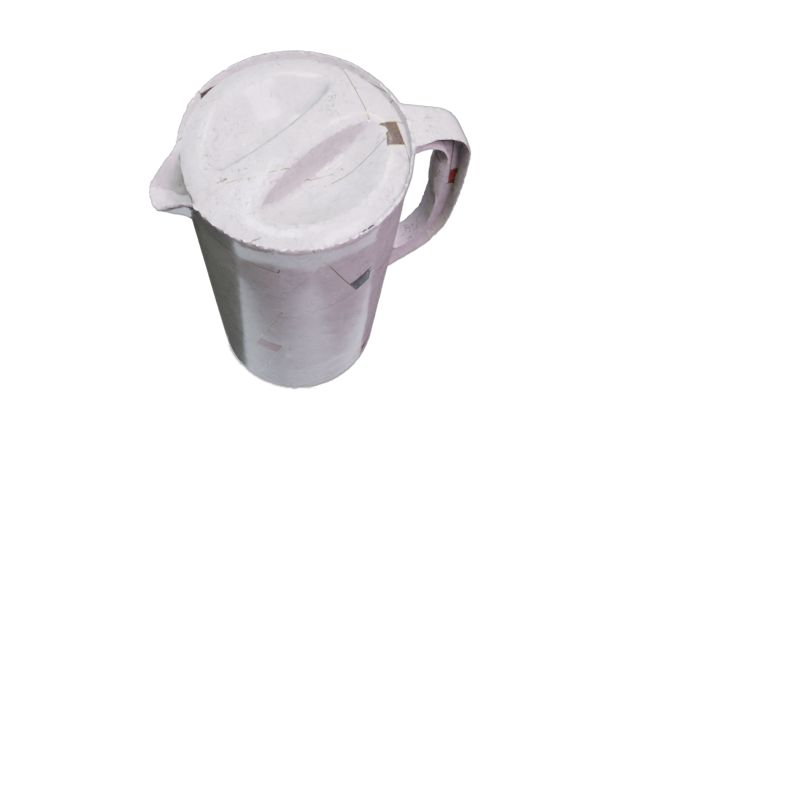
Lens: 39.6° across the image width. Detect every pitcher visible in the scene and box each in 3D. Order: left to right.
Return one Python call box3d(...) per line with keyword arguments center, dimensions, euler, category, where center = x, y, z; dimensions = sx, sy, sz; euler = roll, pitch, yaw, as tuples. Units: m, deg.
box3d(center=(-0.056, -0.102, 0.711), dimensions=(0.153, 0.149, 0.230), euler=(26, -22, 8), category="pitcher")
